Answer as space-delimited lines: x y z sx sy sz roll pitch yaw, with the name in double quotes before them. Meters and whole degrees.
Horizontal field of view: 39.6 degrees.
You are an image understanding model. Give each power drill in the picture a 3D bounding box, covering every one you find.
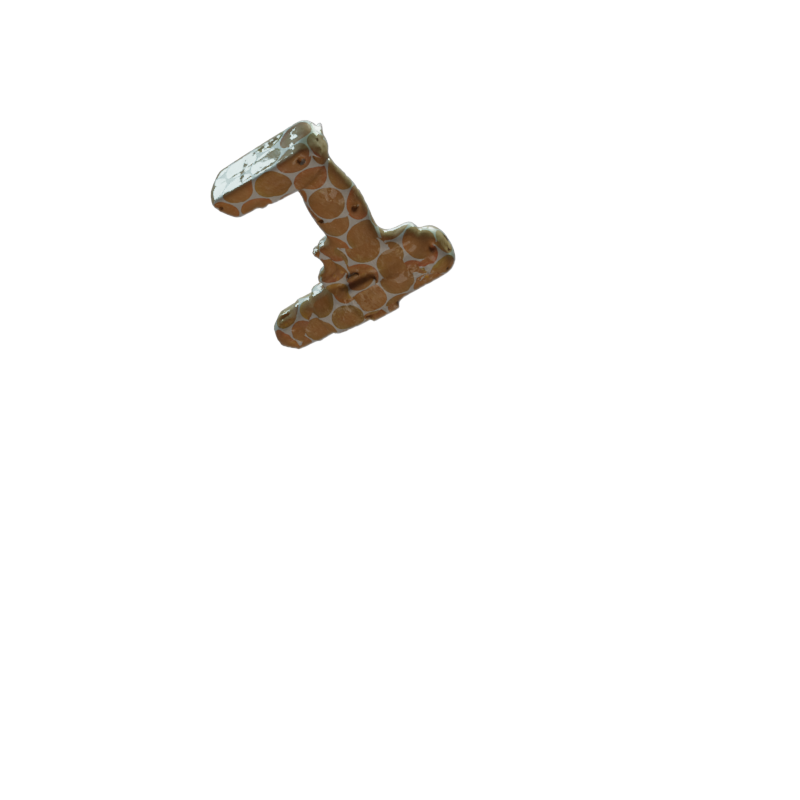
"power drill" -0.074 -0.135 0.945 0.184 0.061 0.175 -29 -55 23
